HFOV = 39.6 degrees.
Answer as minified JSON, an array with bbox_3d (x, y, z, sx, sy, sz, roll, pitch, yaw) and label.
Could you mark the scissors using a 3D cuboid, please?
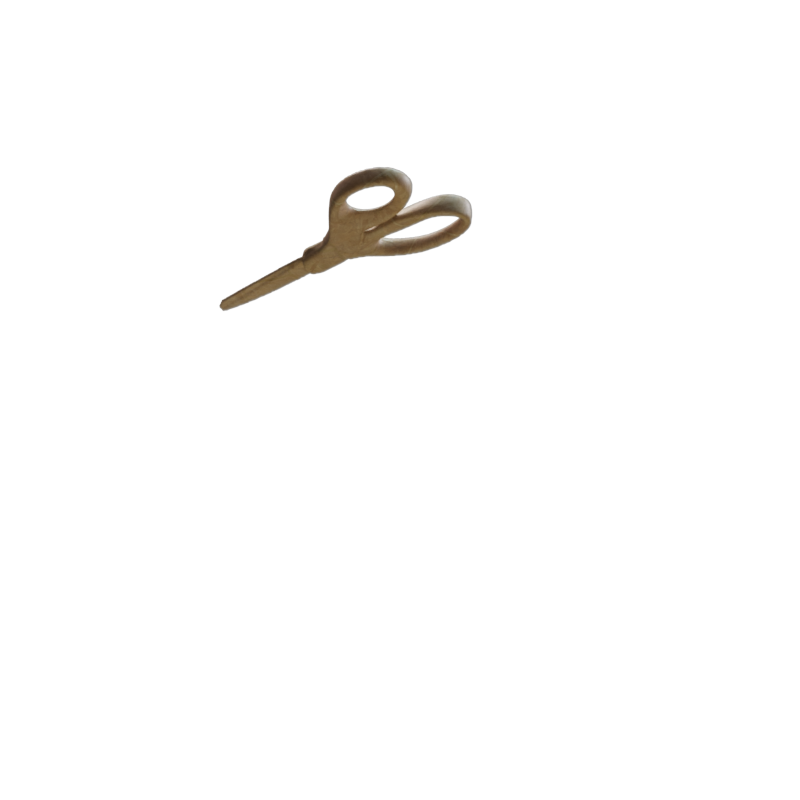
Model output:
[{"bbox_3d":[-0.055,-0.100,0.701,0.205,0.017,0.089,-13,-28,25],"label":"scissors"}]
